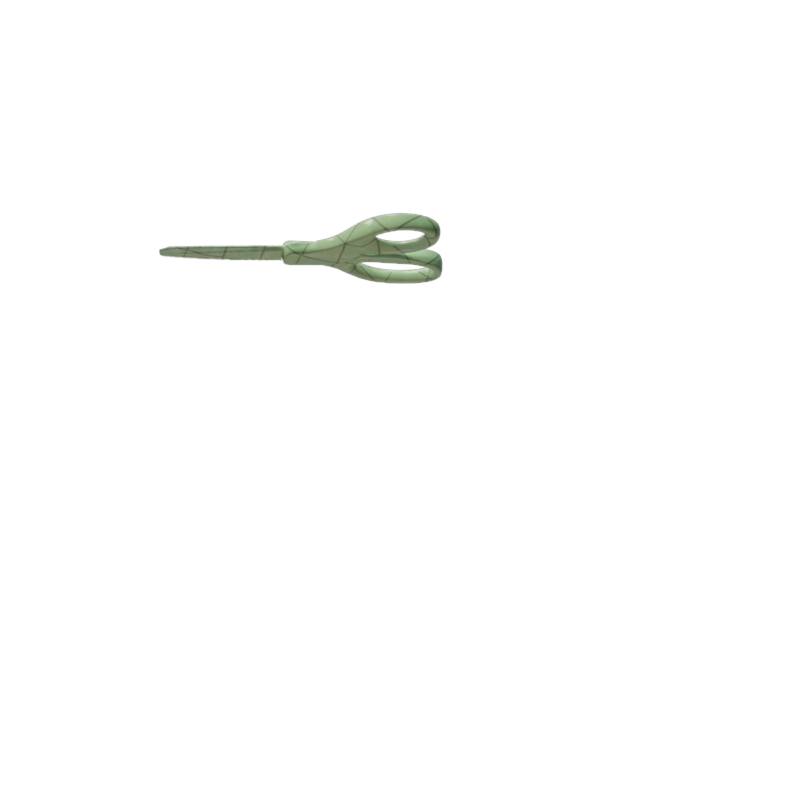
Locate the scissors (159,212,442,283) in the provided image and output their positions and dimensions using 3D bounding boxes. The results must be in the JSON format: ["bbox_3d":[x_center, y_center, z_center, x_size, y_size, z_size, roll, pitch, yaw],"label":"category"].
[{"bbox_3d":[-0.060,-0.110,0.772,0.197,0.017,0.093,6,-23,-15],"label":"scissors"}]
